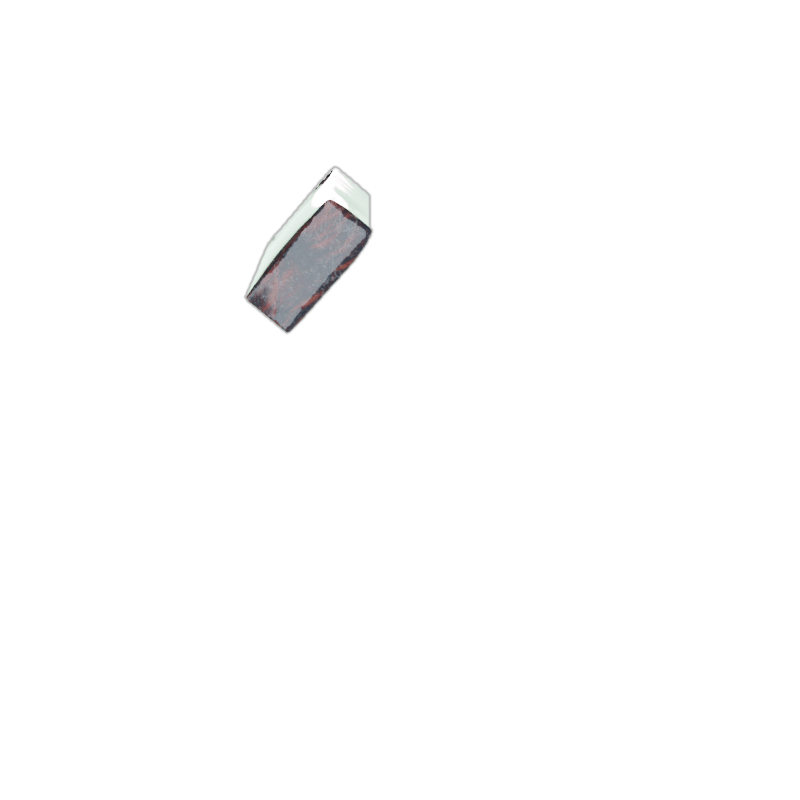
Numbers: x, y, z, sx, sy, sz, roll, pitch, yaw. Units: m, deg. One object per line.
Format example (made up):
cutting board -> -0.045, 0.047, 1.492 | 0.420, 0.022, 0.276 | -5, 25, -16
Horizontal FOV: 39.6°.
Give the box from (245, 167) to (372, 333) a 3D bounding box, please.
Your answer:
box -> -0.065, -0.118, 0.829 | 0.047, 0.092, 0.183 | 39, 12, -15
